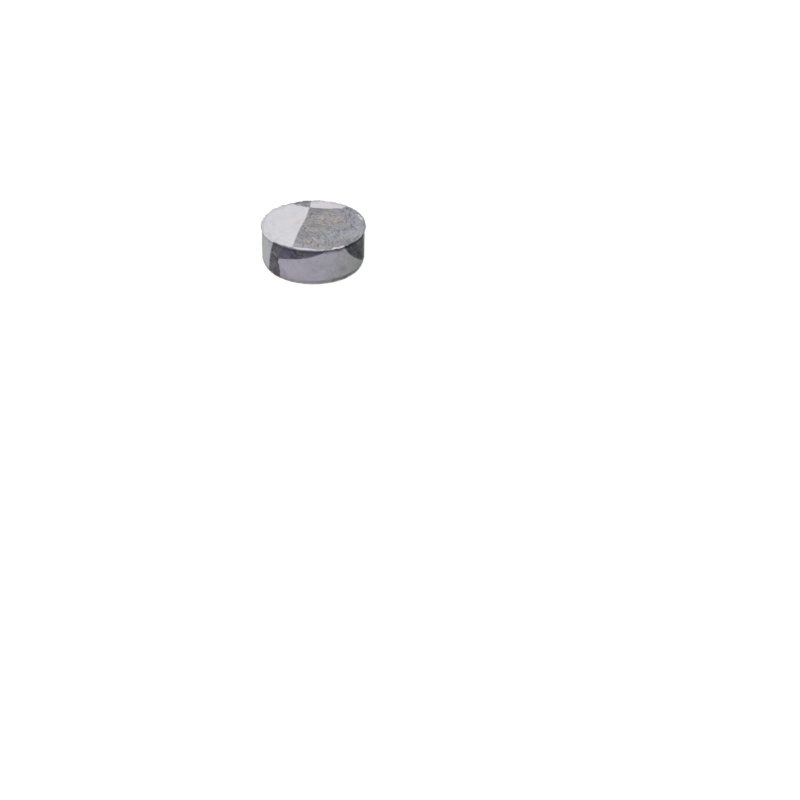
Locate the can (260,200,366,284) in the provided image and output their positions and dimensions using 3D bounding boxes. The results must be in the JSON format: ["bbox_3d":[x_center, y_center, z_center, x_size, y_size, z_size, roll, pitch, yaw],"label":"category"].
[{"bbox_3d":[-0.071,-0.130,0.911,0.086,0.031,0.092,-1,35,-2],"label":"can"}]
